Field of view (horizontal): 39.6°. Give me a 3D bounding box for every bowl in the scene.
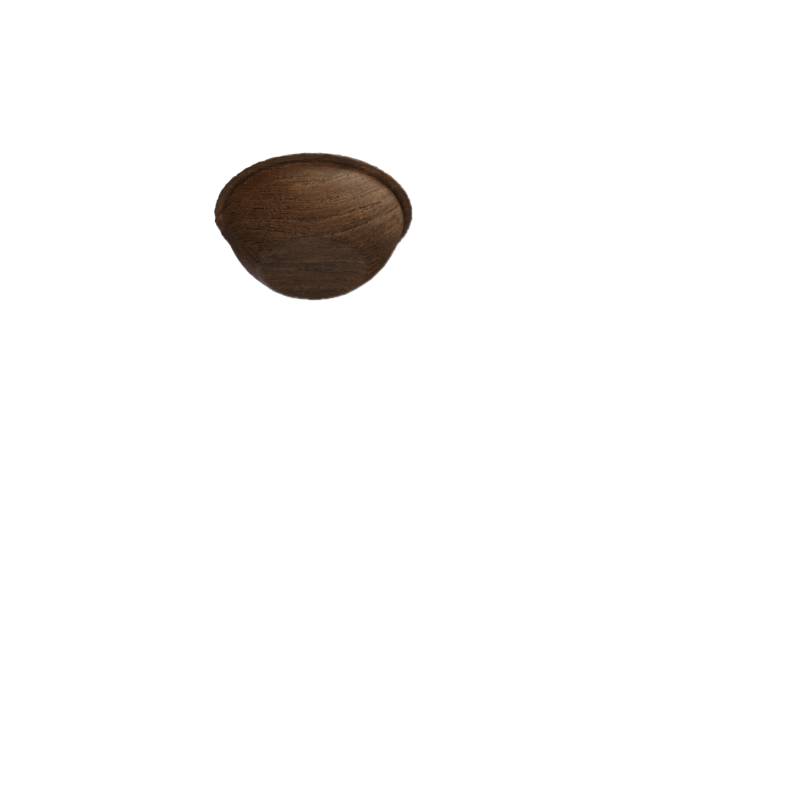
[{"bbox_3d":[-0.070,-0.127,0.890,0.162,0.059,0.152,1,-31,-2],"label":"bowl"}]
